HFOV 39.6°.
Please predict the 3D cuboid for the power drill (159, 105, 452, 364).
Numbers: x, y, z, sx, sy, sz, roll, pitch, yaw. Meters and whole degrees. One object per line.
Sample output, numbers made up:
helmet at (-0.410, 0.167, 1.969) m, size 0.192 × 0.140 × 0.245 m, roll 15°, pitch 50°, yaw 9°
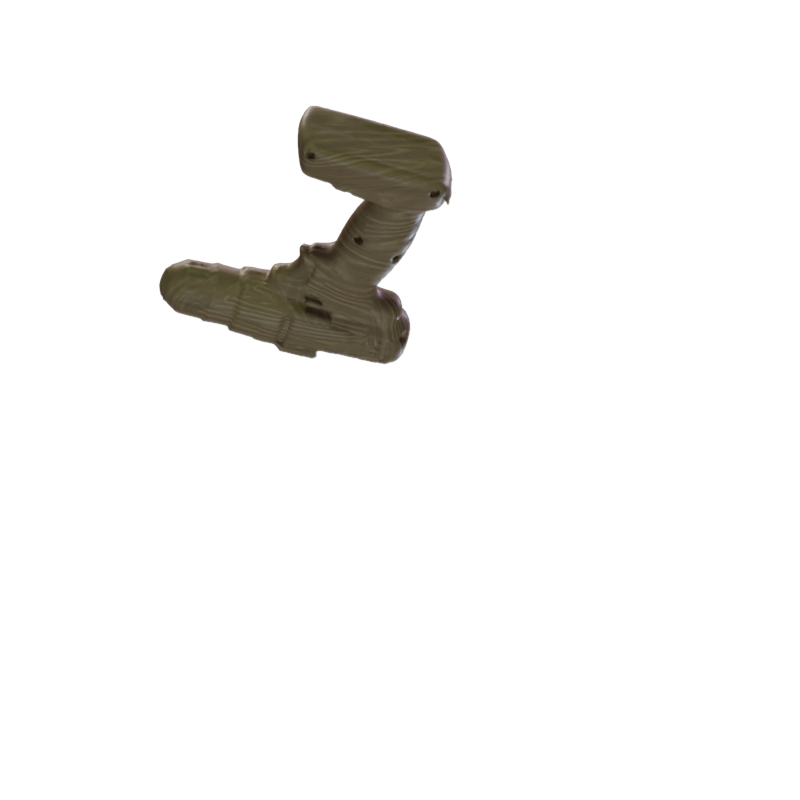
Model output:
power drill at (-0.059, -0.108, 0.760) m, size 0.180 × 0.062 × 0.179 m, roll 13°, pitch -45°, yaw -14°
